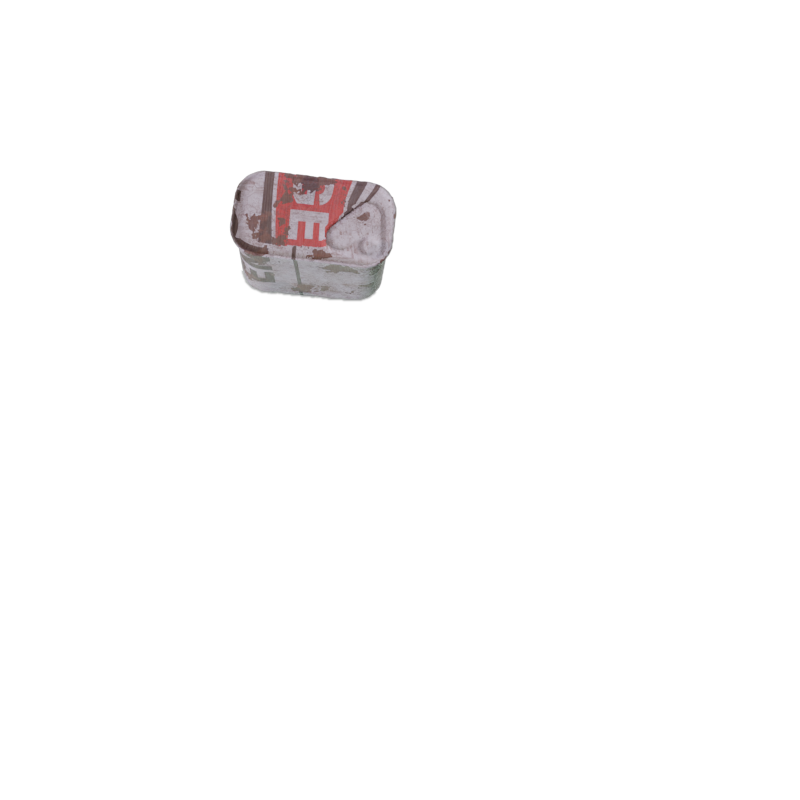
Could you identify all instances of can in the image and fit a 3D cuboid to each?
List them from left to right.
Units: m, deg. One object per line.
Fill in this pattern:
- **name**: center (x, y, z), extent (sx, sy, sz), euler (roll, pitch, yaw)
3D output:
- **can**: center (-0.057, -0.104, 0.726), extent (0.102, 0.060, 0.080), euler (6, -16, 0)
